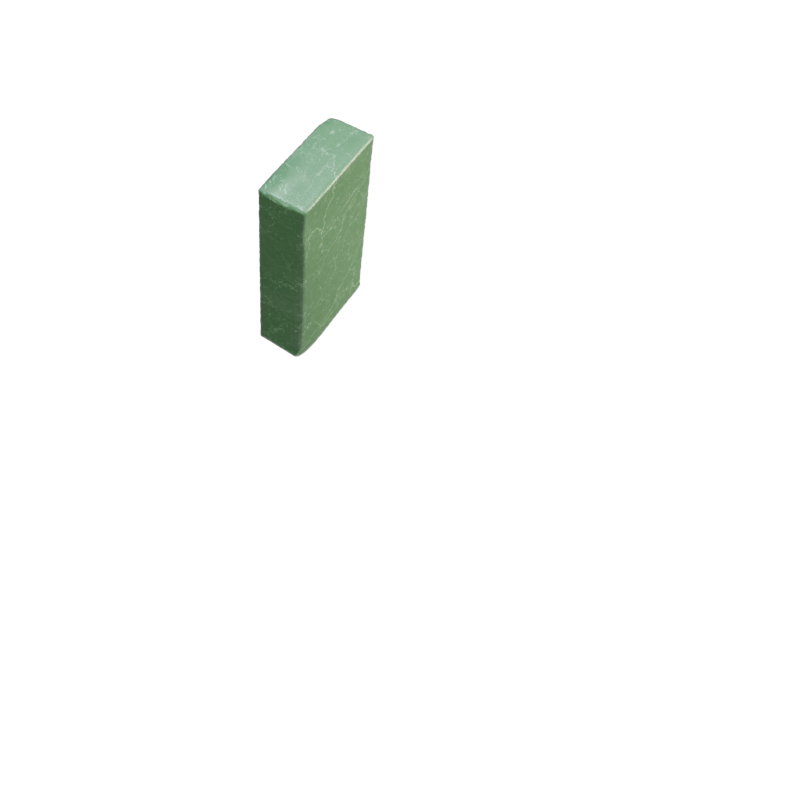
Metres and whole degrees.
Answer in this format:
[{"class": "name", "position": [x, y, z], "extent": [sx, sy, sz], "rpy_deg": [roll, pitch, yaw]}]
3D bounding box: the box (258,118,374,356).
[{"class": "box", "position": [-0.065, -0.119, 0.833], "extent": [0.050, 0.096, 0.165], "rpy_deg": [27, -34, 15]}]
